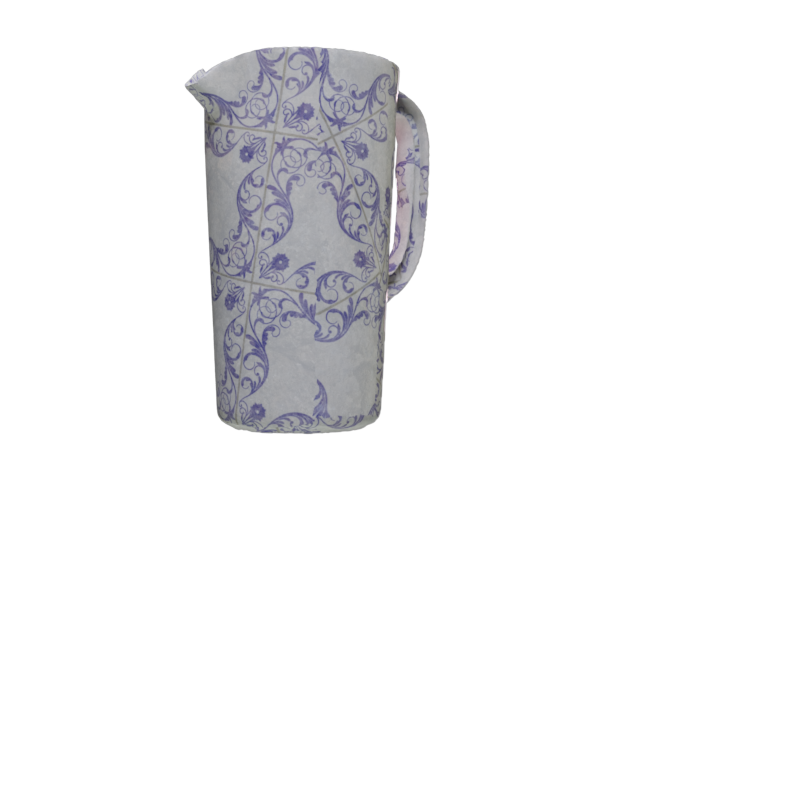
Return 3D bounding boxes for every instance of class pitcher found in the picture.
[{"bbox_3d":[-0.058,-0.105,0.739,0.151,0.245,0.143,0,-1,7],"label":"pitcher"}]
